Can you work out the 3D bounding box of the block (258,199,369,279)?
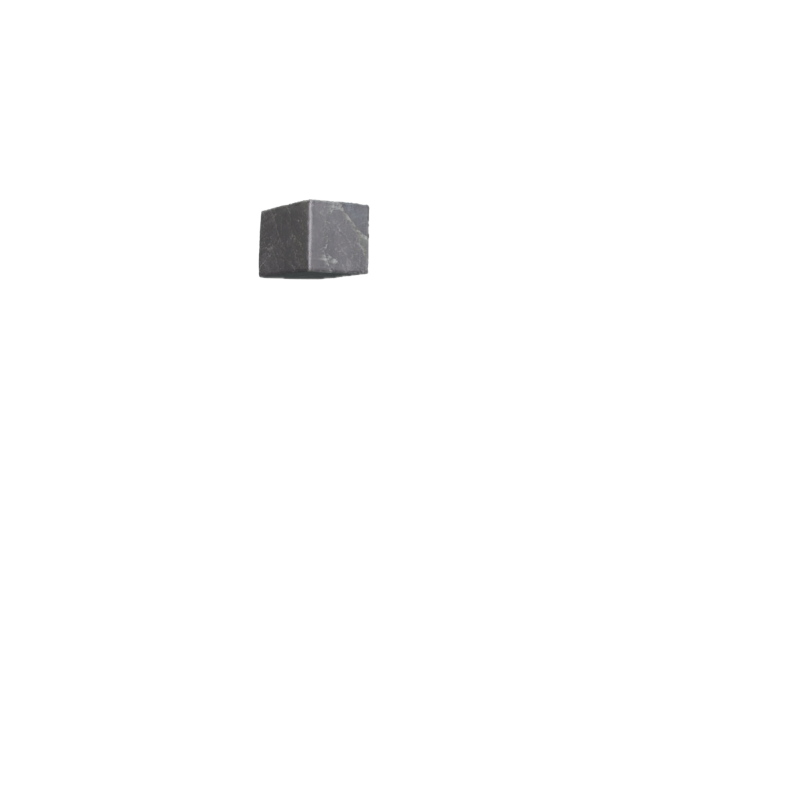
[{"bbox_3d":[-0.064,-0.117,0.821,0.051,0.052,0.080,1,-1,-33],"label":"block"}]
